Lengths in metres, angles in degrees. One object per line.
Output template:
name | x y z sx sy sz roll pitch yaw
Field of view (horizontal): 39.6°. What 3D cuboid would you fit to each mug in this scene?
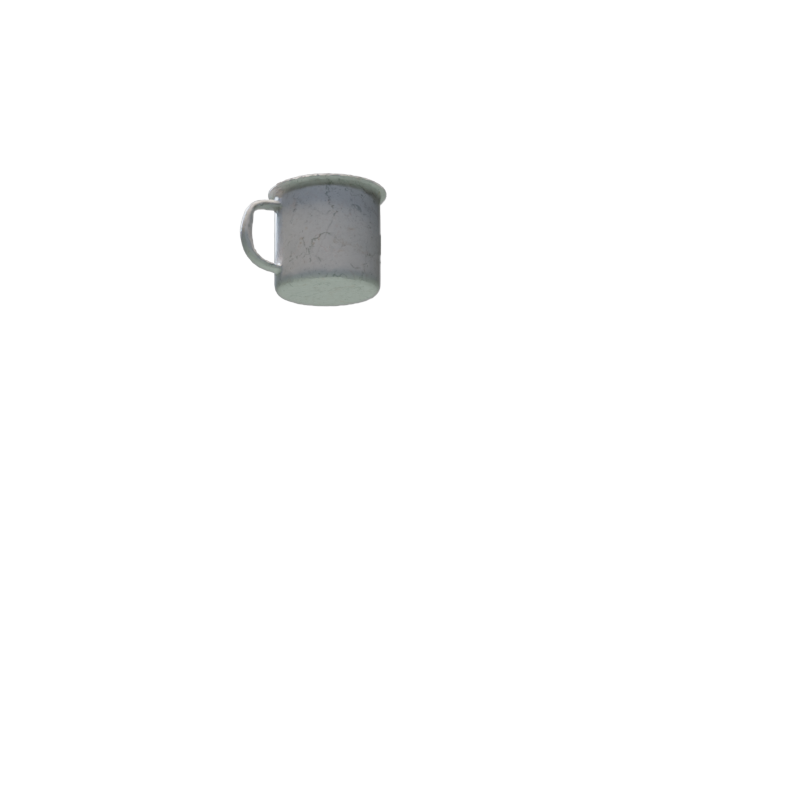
mug | -0.067 -0.121 0.850 0.113 0.085 0.093 6 -15 -27
